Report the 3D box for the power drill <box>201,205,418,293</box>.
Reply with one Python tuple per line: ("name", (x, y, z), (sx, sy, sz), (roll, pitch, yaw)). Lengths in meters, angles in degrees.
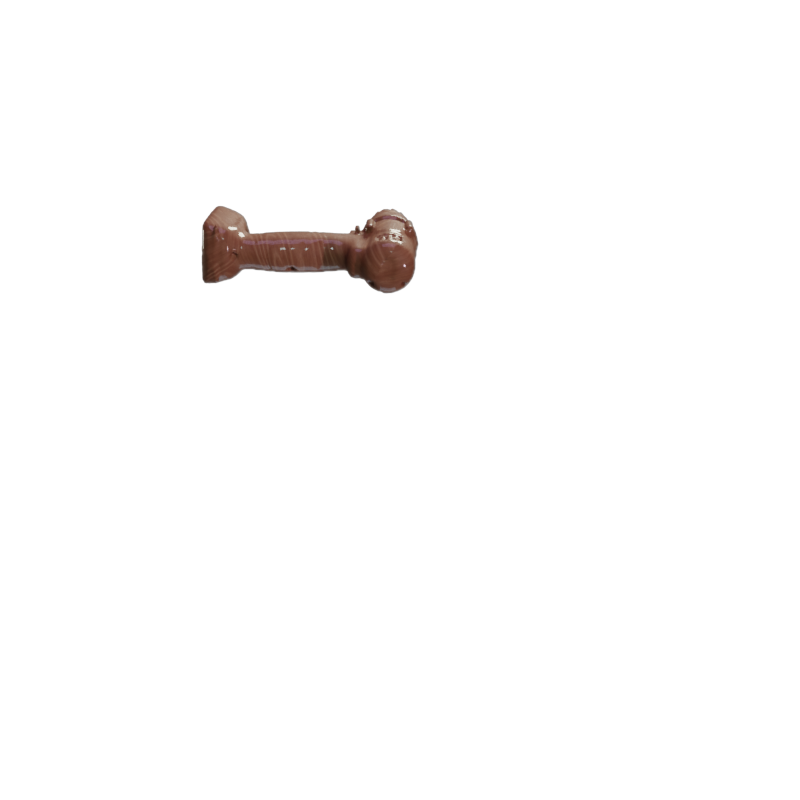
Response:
("power drill", (-0.078, -0.142, 0.992), (0.188, 0.055, 0.190), (1, 18, 1))
